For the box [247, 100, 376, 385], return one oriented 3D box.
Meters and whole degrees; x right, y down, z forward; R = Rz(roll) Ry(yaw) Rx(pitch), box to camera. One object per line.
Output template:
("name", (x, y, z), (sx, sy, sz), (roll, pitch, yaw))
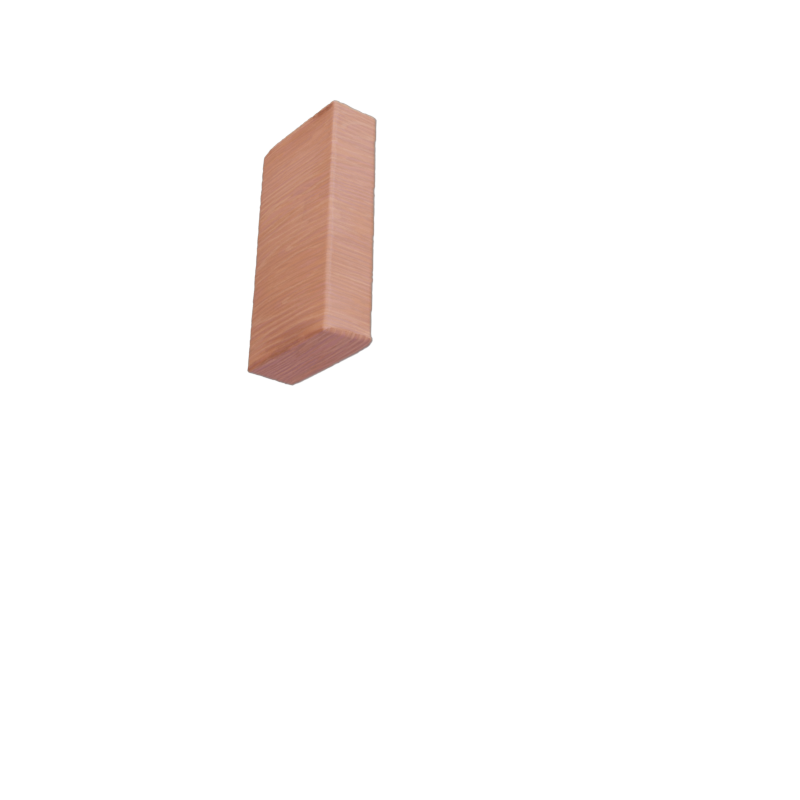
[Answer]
("box", (-0.060, -0.109, 0.762), (0.045, 0.187, 0.093), (18, -32, -35))
